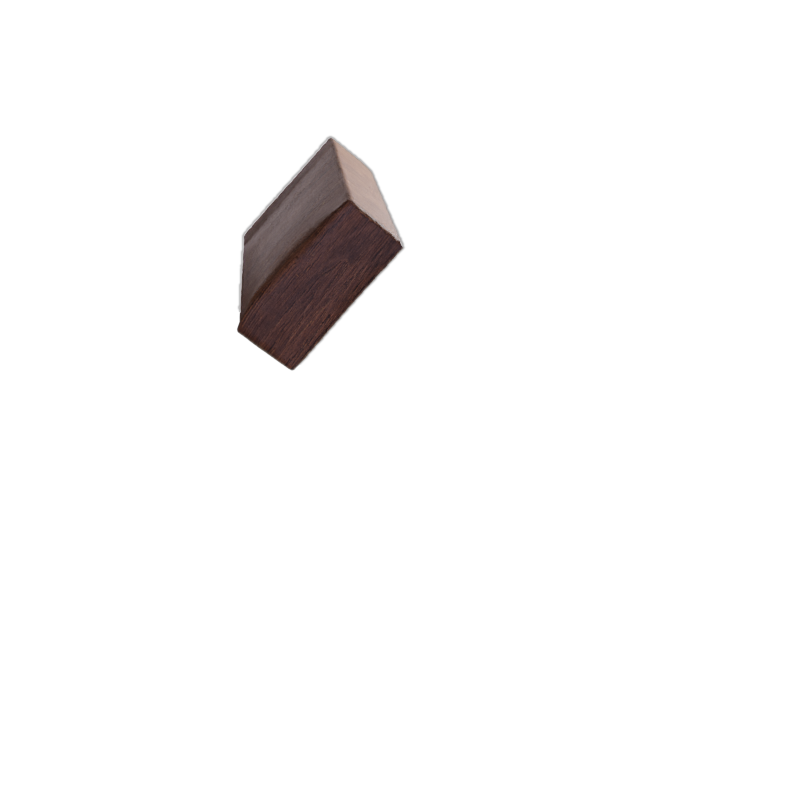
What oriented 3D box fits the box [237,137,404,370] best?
[{"bbox_3d":[-0.051,-0.093,0.652,0.046,0.092,0.184,40,14,-17],"label":"box"}]
